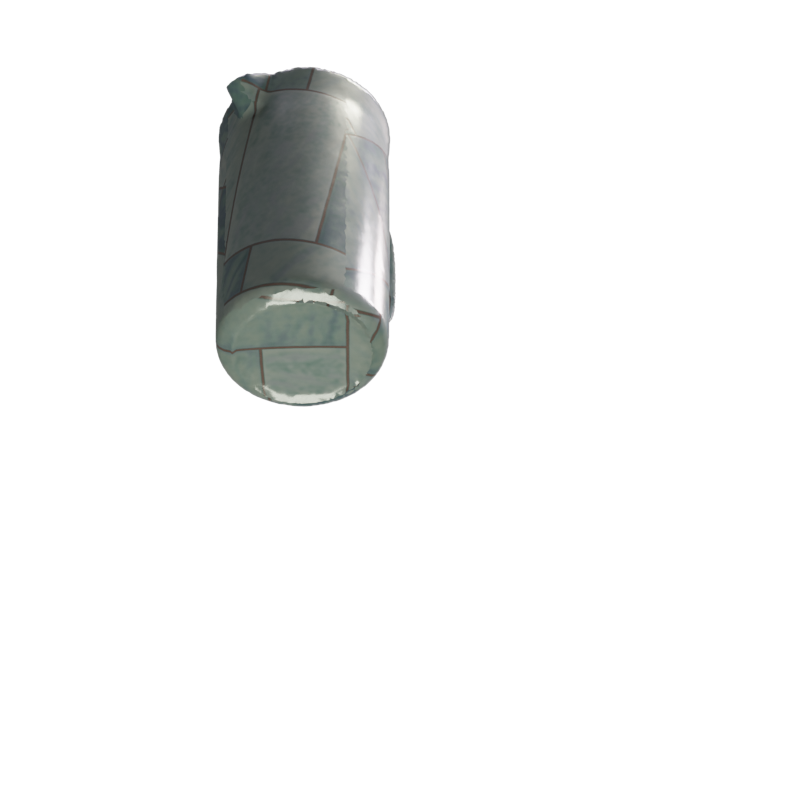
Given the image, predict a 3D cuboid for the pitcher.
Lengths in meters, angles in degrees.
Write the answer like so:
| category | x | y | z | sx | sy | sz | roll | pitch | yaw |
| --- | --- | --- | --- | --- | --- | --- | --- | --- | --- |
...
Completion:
| category | x | y | z | sx | sy | sz | roll | pitch | yaw |
| --- | --- | --- | --- | --- | --- | --- | --- | --- | --- |
| pitcher | -0.061 | -0.111 | 0.779 | 0.147 | 0.137 | 0.261 | 6 | 43 | -9 |
